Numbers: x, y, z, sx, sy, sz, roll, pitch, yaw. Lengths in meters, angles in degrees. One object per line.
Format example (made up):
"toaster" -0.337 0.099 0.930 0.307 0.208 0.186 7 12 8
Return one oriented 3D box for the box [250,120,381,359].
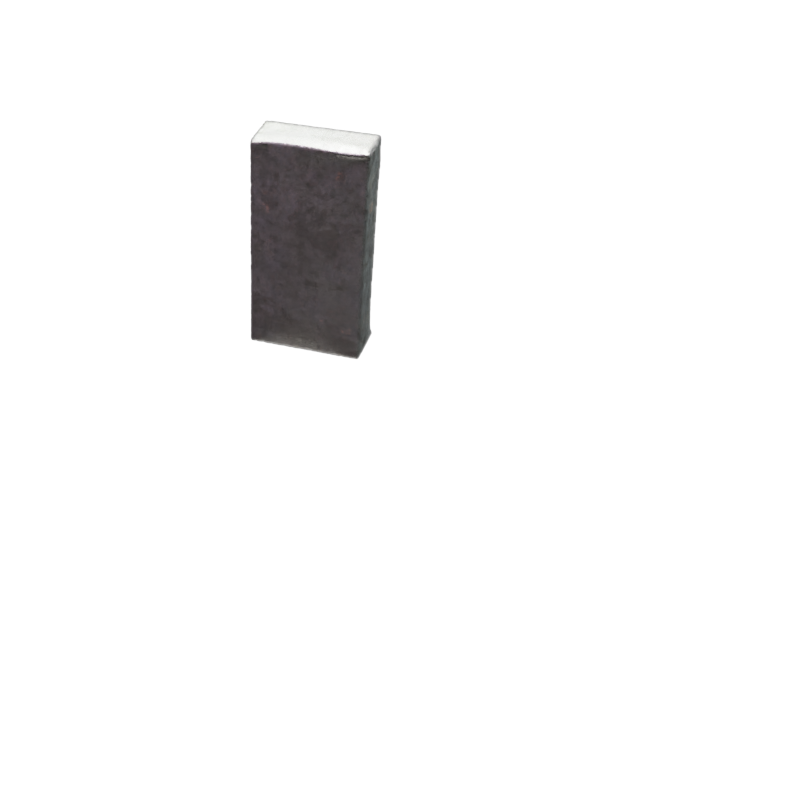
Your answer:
"box" -0.067 -0.121 0.852 0.095 0.165 0.050 10 33 12
